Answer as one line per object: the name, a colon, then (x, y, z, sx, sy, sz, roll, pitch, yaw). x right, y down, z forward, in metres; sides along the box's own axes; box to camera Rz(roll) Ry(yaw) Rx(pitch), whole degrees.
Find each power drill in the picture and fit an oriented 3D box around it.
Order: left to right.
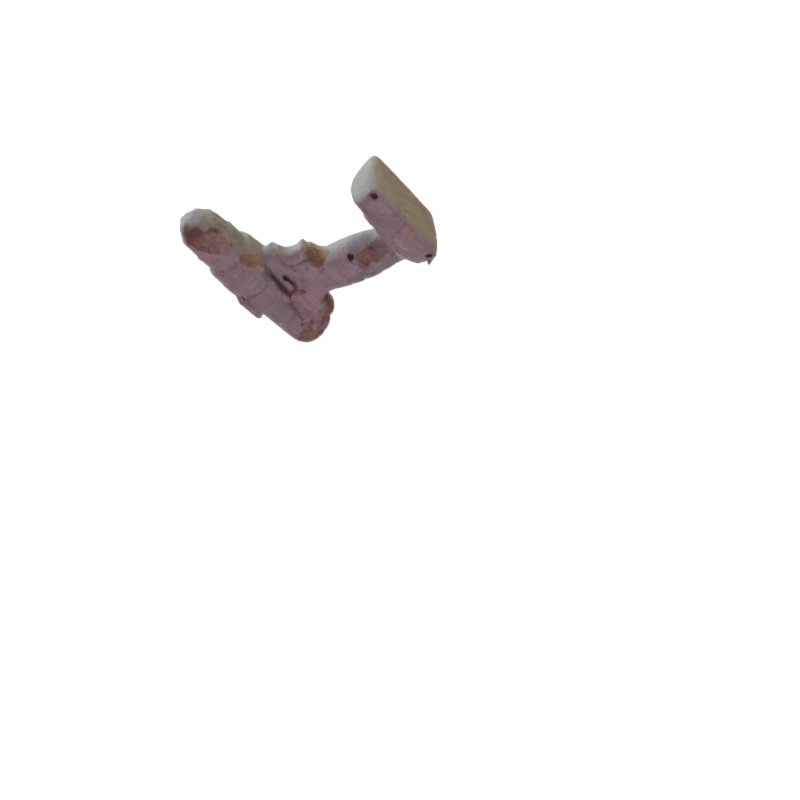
power drill: (-0.077, -0.141, 0.984, 0.188, 0.062, 0.171, -25, -45, 27)
